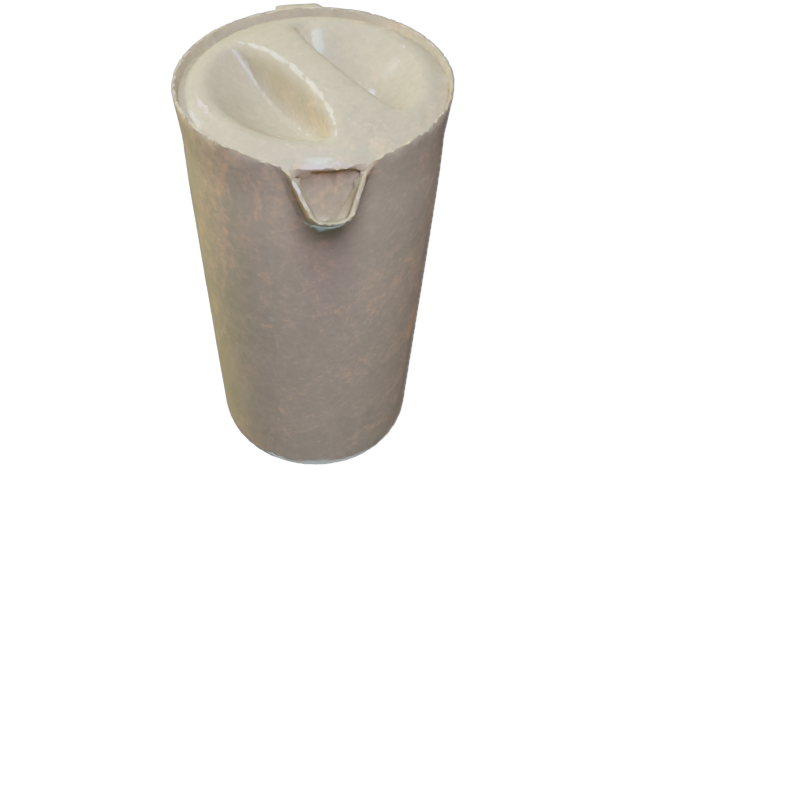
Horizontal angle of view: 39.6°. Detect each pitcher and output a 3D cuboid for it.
[{"bbox_3d":[-0.047,-0.087,0.606,0.153,0.226,0.152,29,51,23],"label":"pitcher"}]
